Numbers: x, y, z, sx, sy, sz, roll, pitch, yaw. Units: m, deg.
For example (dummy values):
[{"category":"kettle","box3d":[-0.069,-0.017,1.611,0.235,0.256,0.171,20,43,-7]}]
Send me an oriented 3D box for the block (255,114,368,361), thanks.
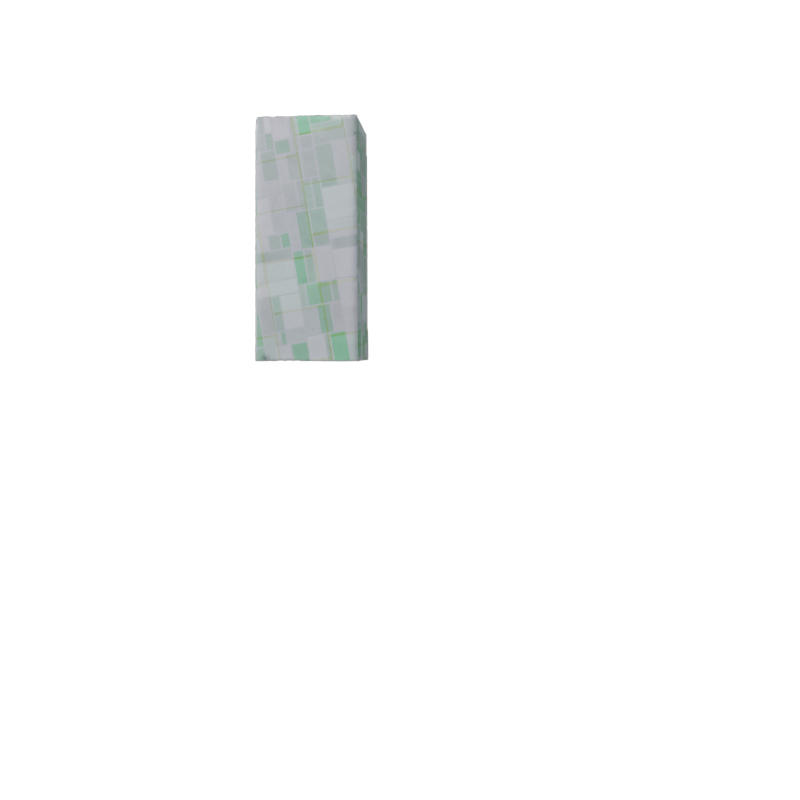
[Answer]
[{"category":"block","box3d":[-0.076,-0.138,0.967,0.091,0.209,0.089,-1,-4,5]}]
